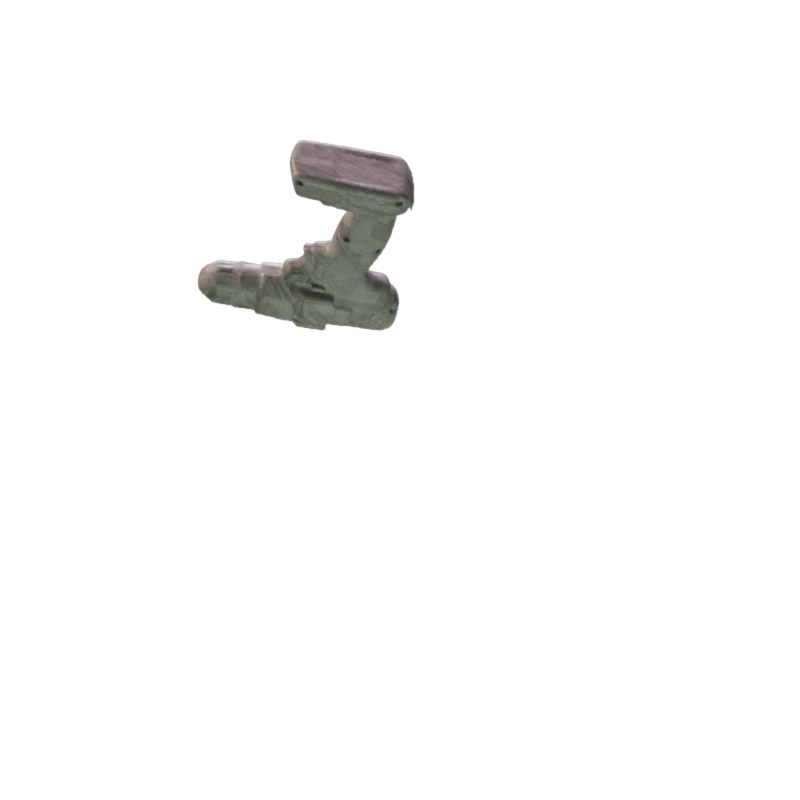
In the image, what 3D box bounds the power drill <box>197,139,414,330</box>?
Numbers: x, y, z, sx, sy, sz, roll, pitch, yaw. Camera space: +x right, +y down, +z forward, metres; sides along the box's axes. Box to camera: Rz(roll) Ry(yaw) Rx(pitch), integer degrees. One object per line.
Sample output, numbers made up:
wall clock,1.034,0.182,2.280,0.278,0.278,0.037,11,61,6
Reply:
power drill,-0.076,-0.138,0.965,0.181,0.062,0.178,8,-40,-10
